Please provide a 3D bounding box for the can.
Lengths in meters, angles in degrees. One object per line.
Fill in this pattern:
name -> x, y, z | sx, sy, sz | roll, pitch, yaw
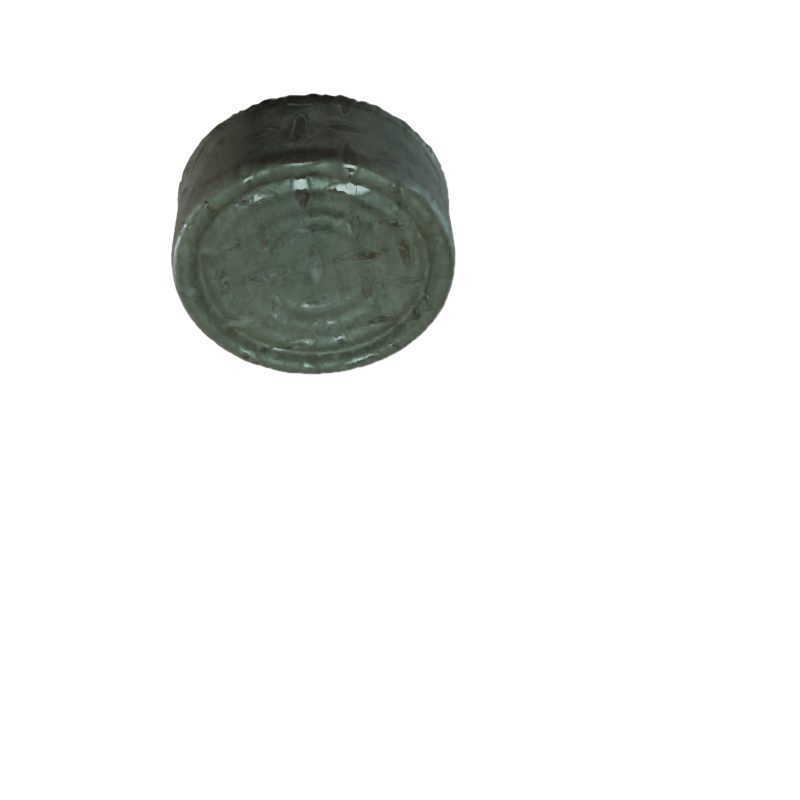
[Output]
can -> -0.026, -0.048, 0.338 | 0.086, 0.080, 0.036 | 1, 42, -1
